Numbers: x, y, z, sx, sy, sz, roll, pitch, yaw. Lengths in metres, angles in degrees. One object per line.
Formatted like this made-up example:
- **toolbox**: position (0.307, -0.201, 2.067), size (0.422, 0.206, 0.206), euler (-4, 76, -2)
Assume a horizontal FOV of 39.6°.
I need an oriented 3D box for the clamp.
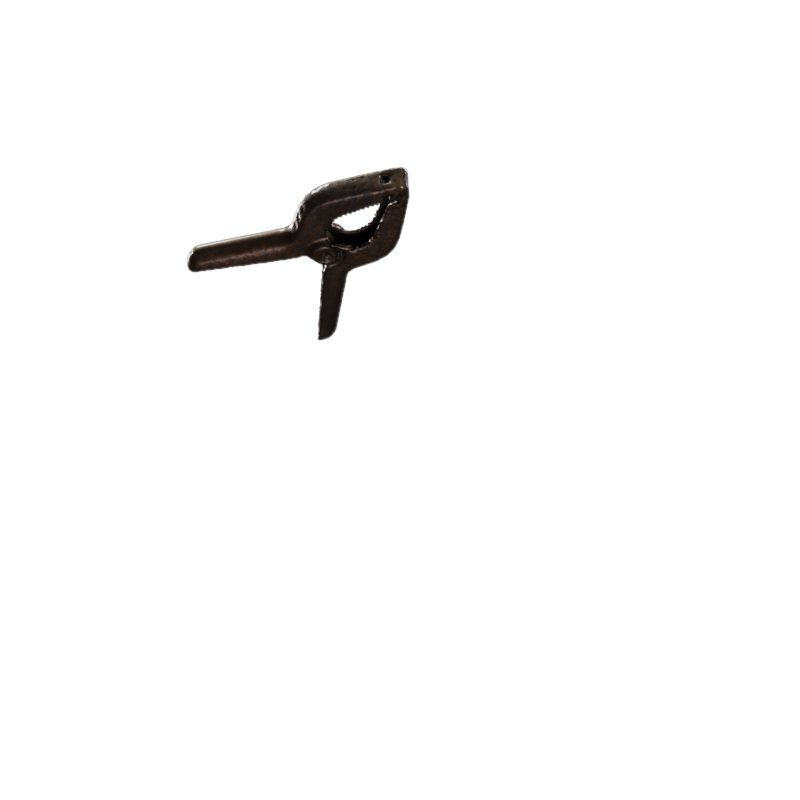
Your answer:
- **clamp**: position (-0.076, -0.138, 0.966), size (0.157, 0.039, 0.206), euler (24, -45, -27)
